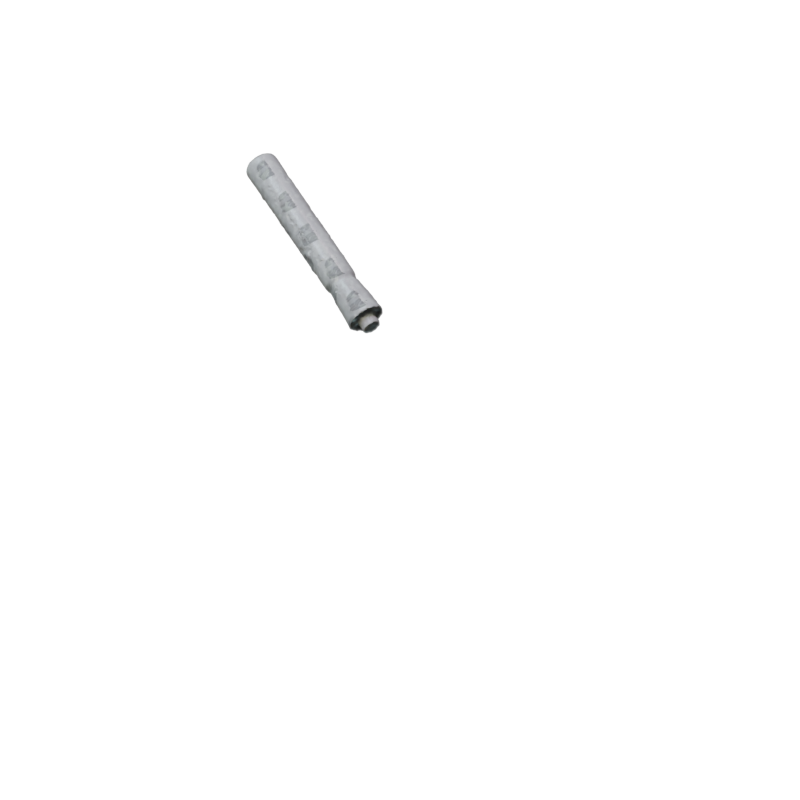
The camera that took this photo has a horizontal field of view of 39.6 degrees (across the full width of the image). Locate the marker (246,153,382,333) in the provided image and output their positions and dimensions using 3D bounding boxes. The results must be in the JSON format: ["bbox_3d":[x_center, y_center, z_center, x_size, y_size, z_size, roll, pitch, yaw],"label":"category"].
[{"bbox_3d":[-0.045,-0.082,0.578,0.019,0.130,0.019,-2,-42,-43],"label":"marker"}]
